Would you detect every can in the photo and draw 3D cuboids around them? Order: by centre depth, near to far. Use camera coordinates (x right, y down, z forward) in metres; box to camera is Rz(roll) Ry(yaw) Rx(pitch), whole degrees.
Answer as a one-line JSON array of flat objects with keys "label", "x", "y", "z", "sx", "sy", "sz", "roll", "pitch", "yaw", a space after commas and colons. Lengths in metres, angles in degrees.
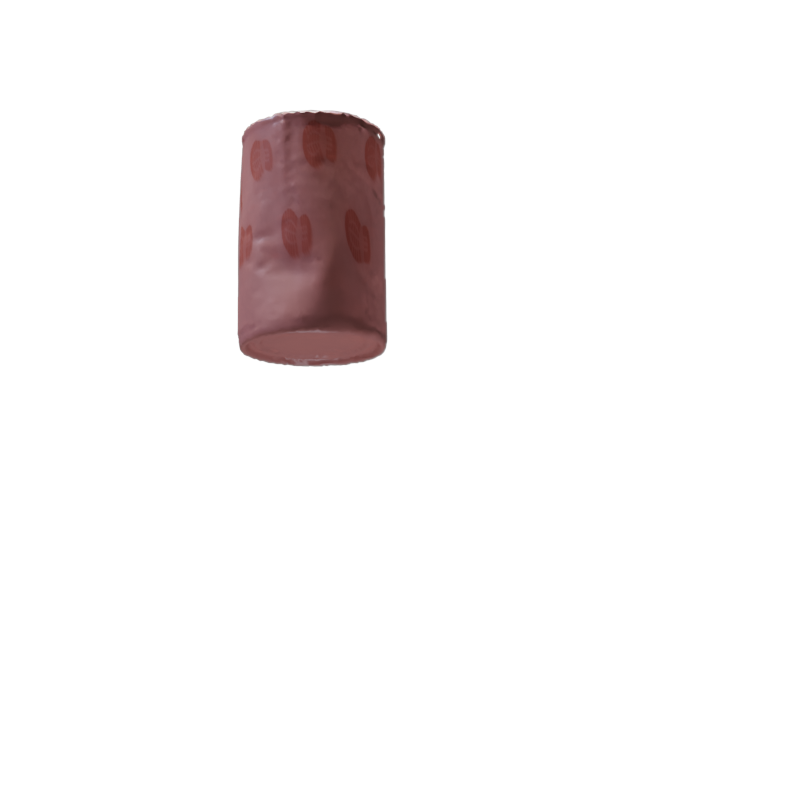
[{"label": "can", "x": -0.040, "y": -0.072, "z": 0.506, "sx": 0.068, "sy": 0.107, "sz": 0.066, "roll": 0, "pitch": -17, "yaw": -2}]
